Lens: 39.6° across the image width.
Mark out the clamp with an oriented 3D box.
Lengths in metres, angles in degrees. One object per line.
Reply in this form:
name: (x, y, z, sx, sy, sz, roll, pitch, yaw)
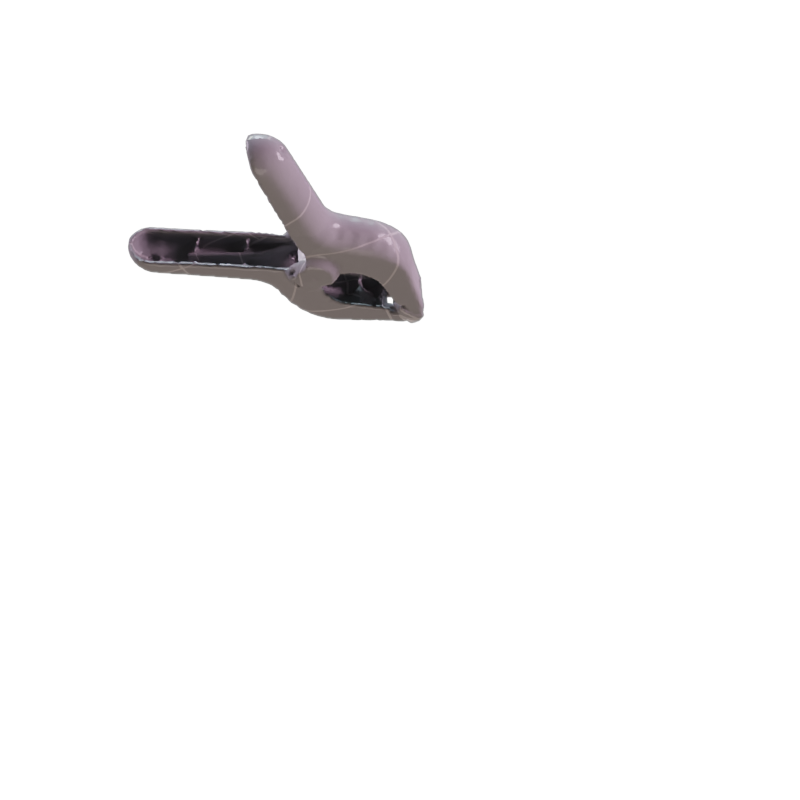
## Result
clamp: (-0.047, -0.085, 0.598, 0.164, 0.041, 0.119, 13, -26, -29)
